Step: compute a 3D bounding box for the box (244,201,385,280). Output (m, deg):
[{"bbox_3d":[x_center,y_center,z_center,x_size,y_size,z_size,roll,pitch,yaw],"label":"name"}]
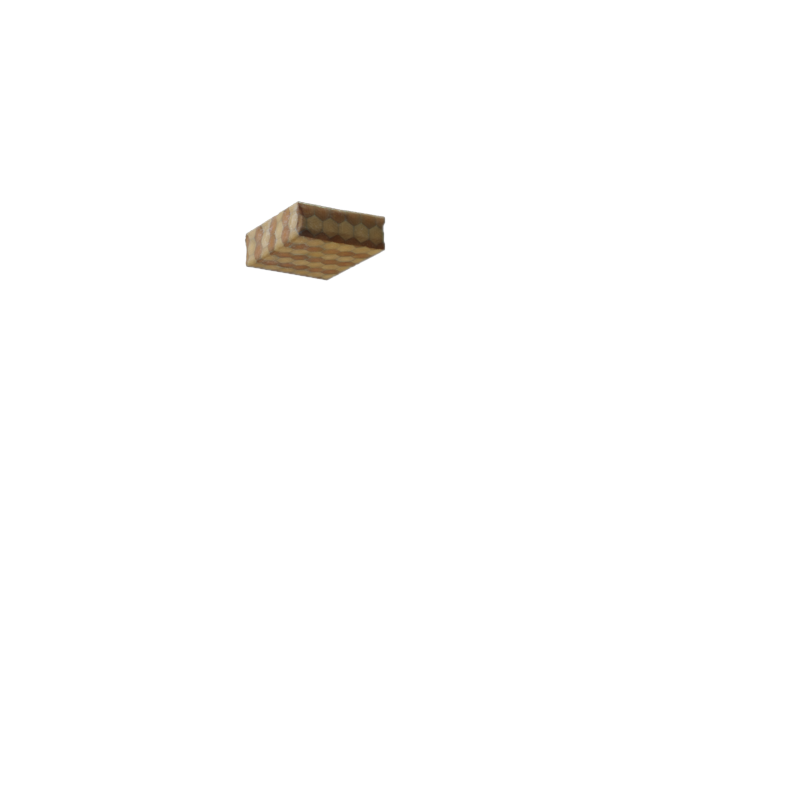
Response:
[{"bbox_3d":[-0.065,-0.118,0.826,0.070,0.031,0.090,7,-13,-31],"label":"box"}]
